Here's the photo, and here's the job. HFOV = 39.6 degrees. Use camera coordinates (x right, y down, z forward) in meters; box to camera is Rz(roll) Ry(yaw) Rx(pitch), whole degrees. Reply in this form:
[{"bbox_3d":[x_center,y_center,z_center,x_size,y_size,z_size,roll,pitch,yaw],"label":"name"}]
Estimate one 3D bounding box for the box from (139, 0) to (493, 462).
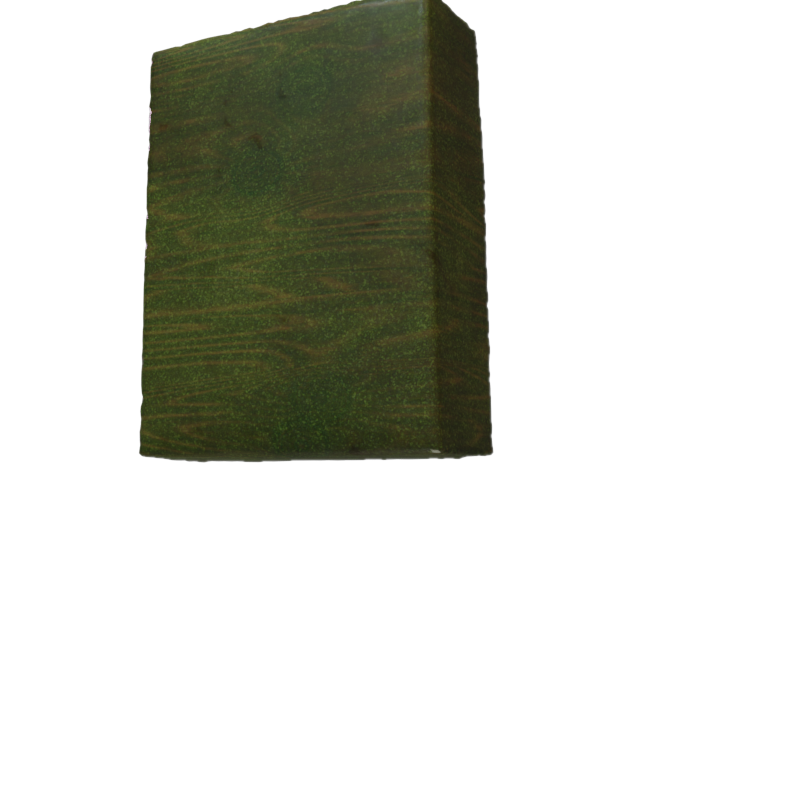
[{"bbox_3d":[-0.043,-0.079,0.552,0.168,0.220,0.068,-6,-12,28],"label":"box"}]
